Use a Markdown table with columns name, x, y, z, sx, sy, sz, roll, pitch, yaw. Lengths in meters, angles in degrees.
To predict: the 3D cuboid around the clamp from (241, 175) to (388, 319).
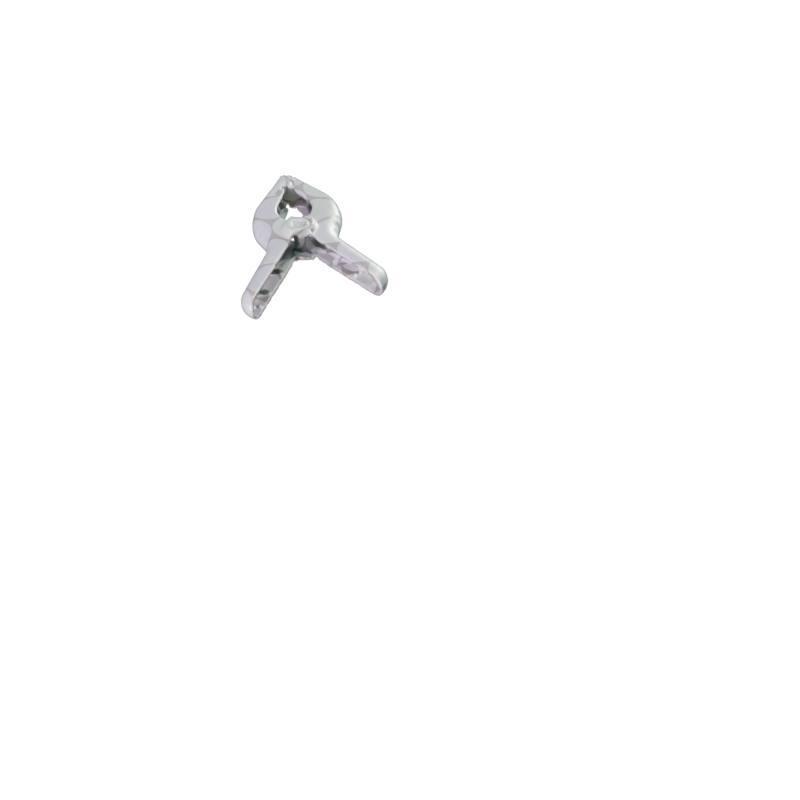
| name | x | y | z | sx | sy | sz | roll | pitch | yaw |
| --- | --- | --- | --- | --- | --- | --- | --- | --- | --- |
| clamp | -0.075 | -0.136 | 0.956 | 0.120 | 0.184 | 0.036 | -2 | -44 | -2 |
